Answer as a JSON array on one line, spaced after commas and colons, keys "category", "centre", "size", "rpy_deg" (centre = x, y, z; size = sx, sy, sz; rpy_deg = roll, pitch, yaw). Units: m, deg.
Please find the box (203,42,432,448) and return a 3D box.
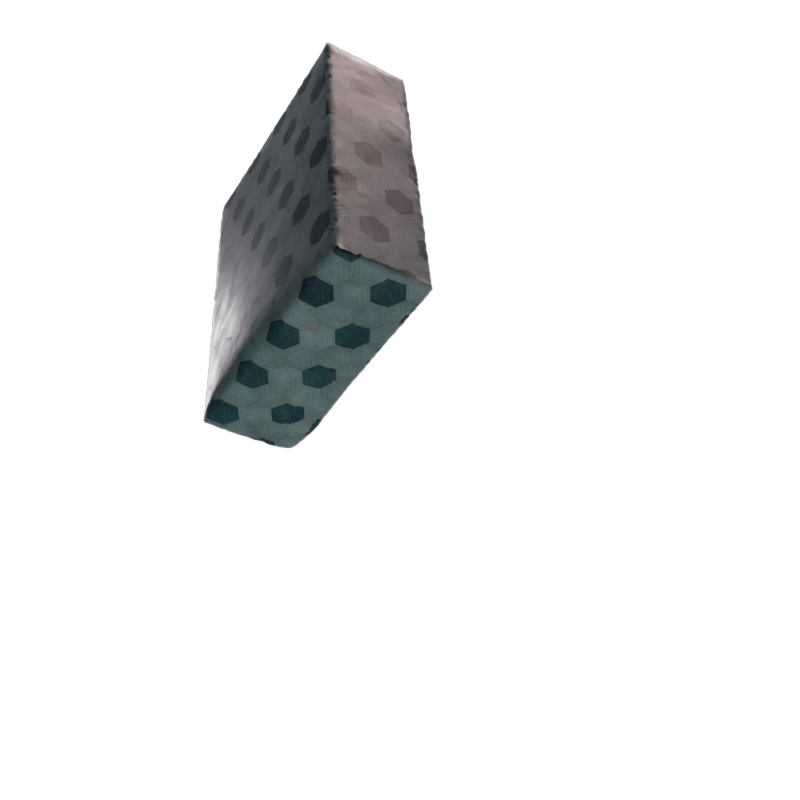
[{"category": "box", "centre": [-0.056, -0.102, 0.716], "size": [0.069, 0.230, 0.159], "rpy_deg": [23, -51, -24]}]
